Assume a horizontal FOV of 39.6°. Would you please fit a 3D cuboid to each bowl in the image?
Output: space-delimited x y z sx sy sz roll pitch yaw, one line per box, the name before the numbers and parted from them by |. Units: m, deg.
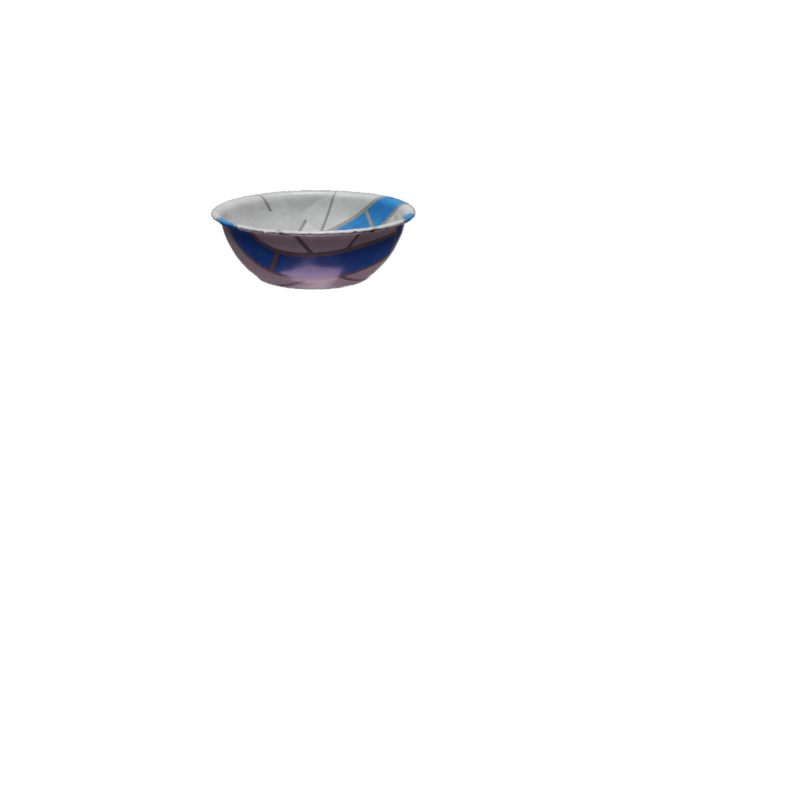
bowl | -0.069 -0.126 0.883 0.162 0.053 0.169 -1 20 -2
